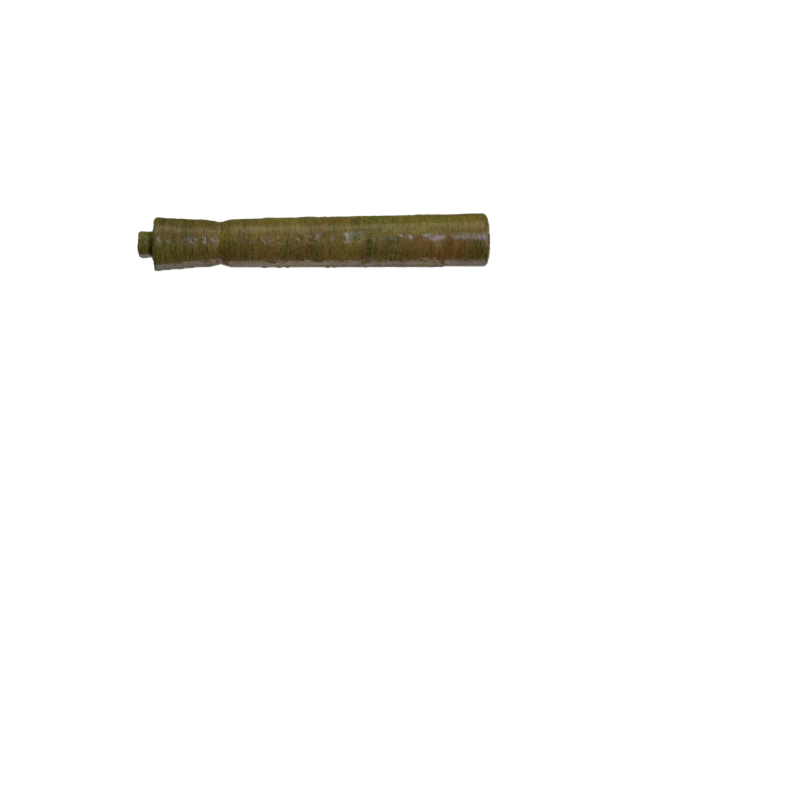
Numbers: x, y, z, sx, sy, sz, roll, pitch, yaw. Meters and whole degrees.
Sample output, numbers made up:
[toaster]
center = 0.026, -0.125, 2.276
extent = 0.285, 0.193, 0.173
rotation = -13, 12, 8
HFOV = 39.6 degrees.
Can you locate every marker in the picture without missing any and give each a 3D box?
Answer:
[marker]
center = -0.030, -0.055, 0.386
extent = 0.121, 0.020, 0.020
rotation = -1, 4, -2
